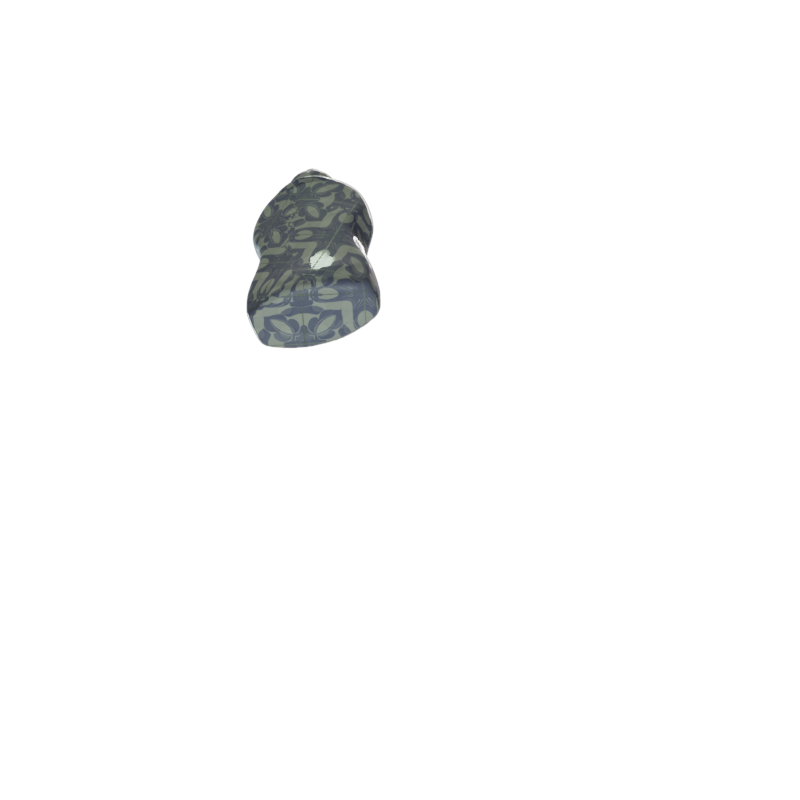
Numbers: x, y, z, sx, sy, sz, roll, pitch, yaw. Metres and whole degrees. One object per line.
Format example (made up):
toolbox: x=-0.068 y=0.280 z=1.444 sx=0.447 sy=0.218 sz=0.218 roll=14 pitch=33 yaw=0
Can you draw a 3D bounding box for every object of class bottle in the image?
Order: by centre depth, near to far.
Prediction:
bottle: x=-0.068 y=-0.125 z=0.873 sx=0.096 sy=0.054 sz=0.205 roll=-17 pitch=39 yaw=10
